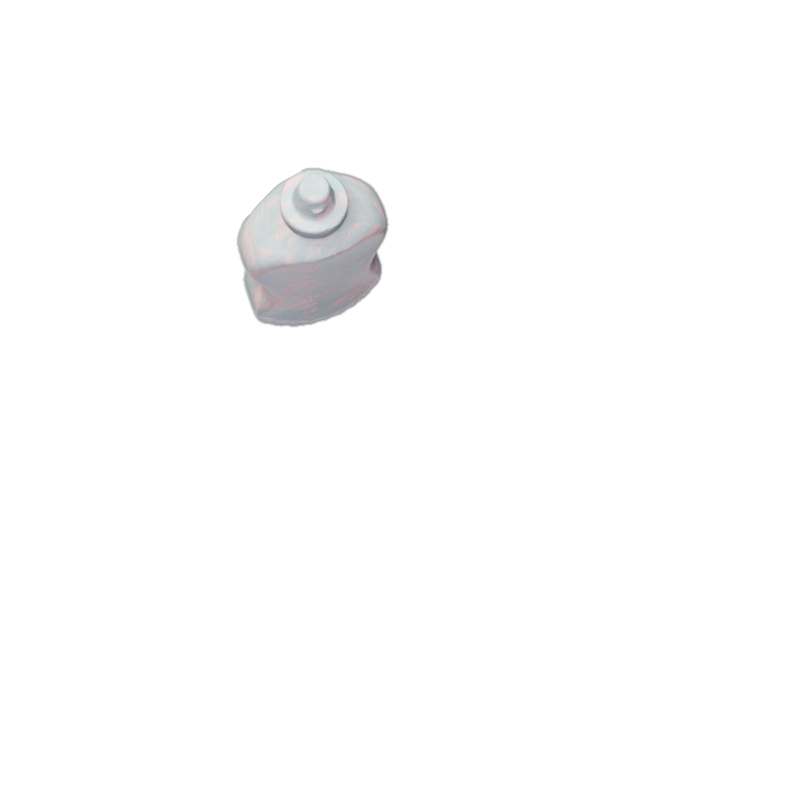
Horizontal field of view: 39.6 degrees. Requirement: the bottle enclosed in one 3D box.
[{"bbox_3d":[-0.056,-0.103,0.724,0.096,0.061,0.185,-17,-11,-7],"label":"bottle"}]
